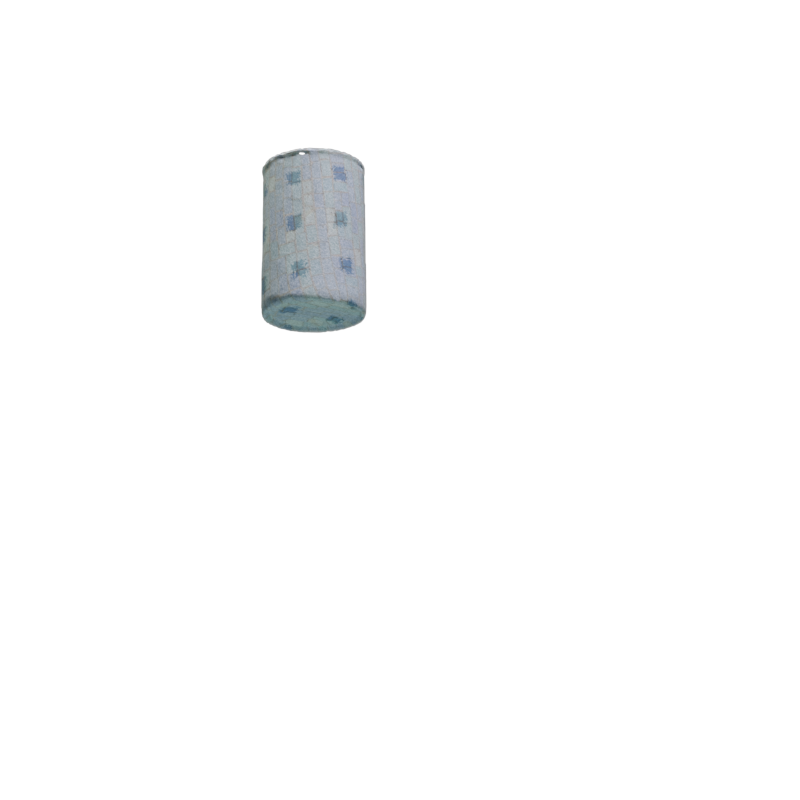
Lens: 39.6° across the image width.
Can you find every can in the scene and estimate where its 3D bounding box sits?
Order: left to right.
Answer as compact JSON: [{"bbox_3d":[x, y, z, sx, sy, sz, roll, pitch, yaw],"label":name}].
[{"bbox_3d":[-0.056,-0.102,0.712,0.068,0.107,0.065,0,-20,-2],"label":"can"}]
